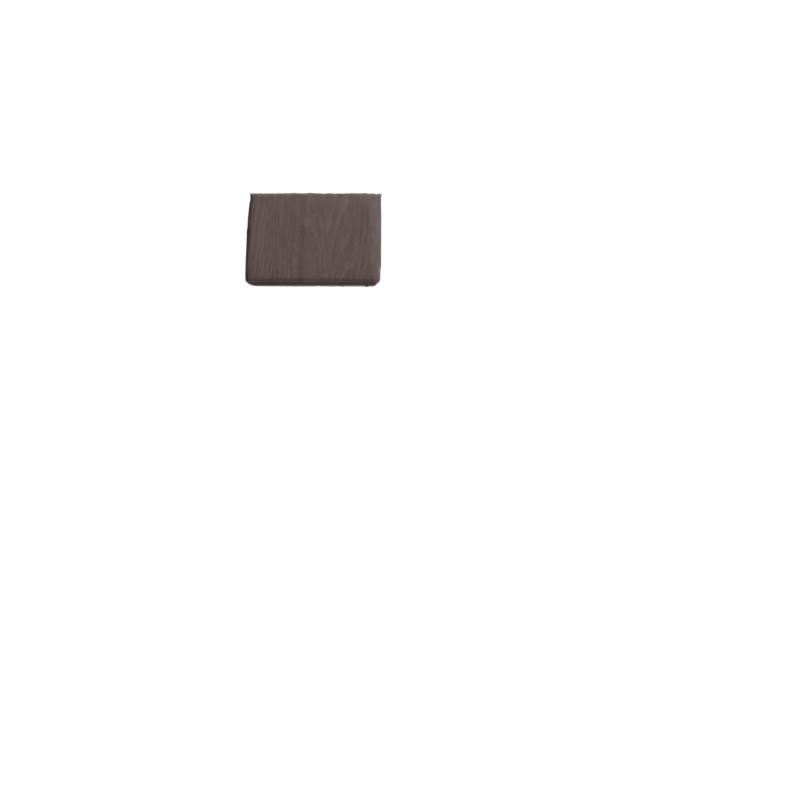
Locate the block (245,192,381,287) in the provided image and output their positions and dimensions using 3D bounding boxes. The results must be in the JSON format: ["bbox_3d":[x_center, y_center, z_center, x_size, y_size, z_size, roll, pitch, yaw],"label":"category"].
[{"bbox_3d":[-0.051,-0.093,0.654,0.078,0.052,0.053,0,-1,-2],"label":"block"}]
